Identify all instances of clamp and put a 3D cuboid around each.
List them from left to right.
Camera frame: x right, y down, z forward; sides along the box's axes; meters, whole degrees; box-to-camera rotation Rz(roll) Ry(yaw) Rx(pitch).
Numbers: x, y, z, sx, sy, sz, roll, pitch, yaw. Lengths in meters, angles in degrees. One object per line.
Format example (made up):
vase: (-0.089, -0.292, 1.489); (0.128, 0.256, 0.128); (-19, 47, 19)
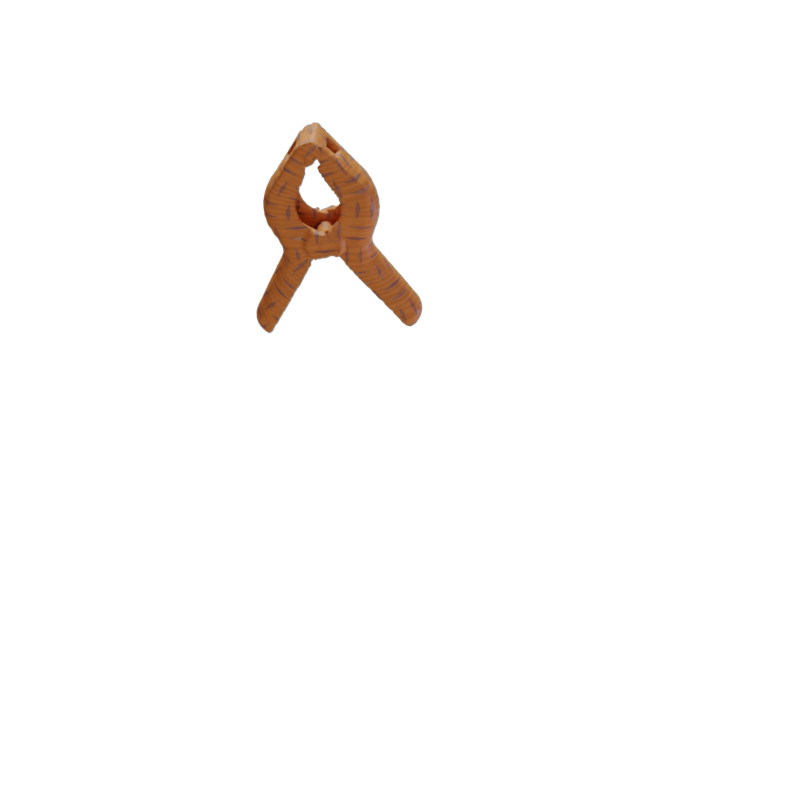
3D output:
clamp: (-0.061, -0.110, 0.773); (0.121, 0.159, 0.042); (-13, 34, 9)
